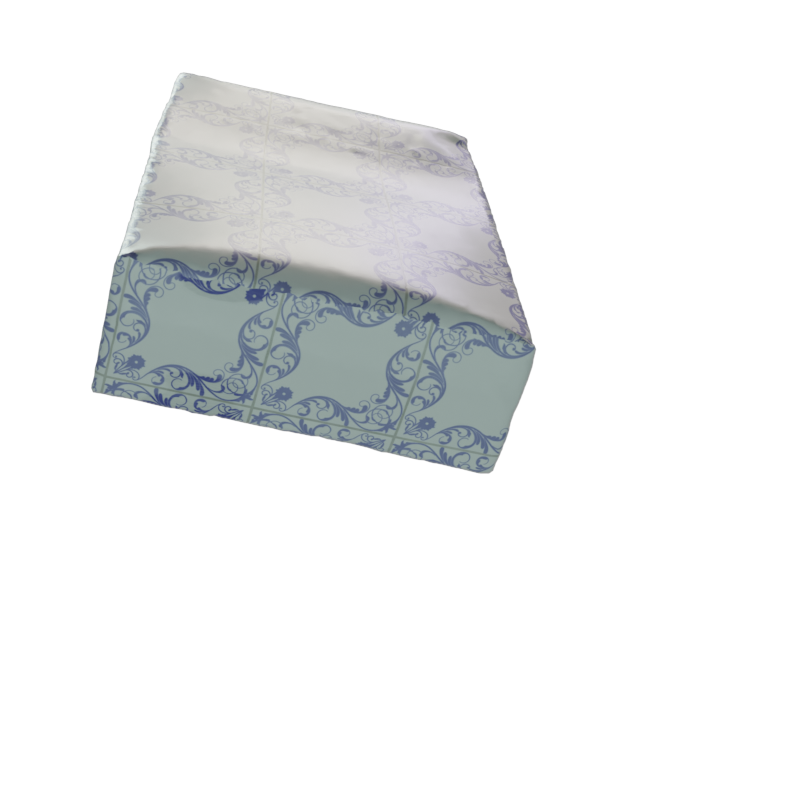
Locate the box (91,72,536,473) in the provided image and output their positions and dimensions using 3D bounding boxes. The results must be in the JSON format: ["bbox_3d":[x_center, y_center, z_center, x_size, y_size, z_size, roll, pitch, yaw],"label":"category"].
[{"bbox_3d":[-0.040,-0.073,0.510,0.162,0.068,0.228,11,32,-10],"label":"box"}]
